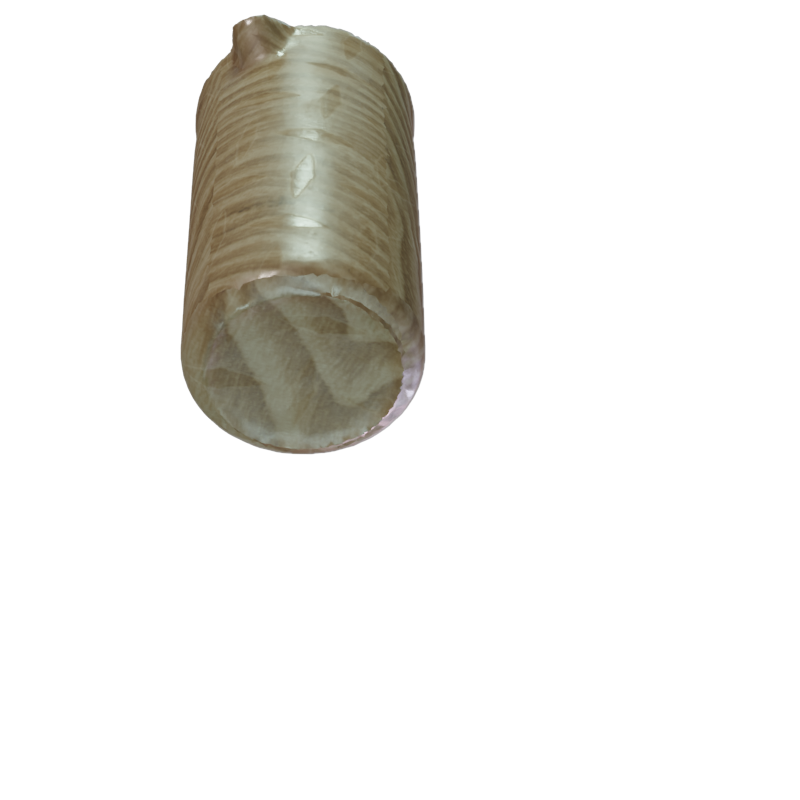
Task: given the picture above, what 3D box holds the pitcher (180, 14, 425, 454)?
[{"bbox_3d":[-0.046,-0.083,0.585,0.145,0.139,0.260,19,35,-17],"label":"pitcher"}]
